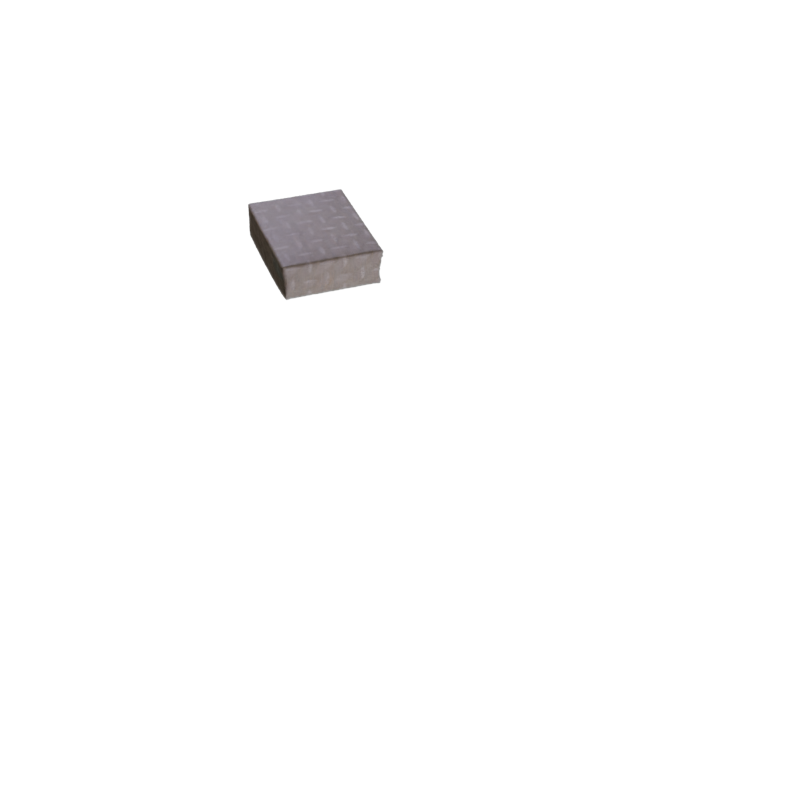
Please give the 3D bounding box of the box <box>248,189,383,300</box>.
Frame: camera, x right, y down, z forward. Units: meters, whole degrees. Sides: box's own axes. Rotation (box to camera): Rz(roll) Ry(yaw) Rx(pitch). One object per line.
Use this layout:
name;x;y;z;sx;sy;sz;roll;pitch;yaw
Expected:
box;-0.076;-0.139;0.971;0.089;0.036;0.123;-13;42;-15
